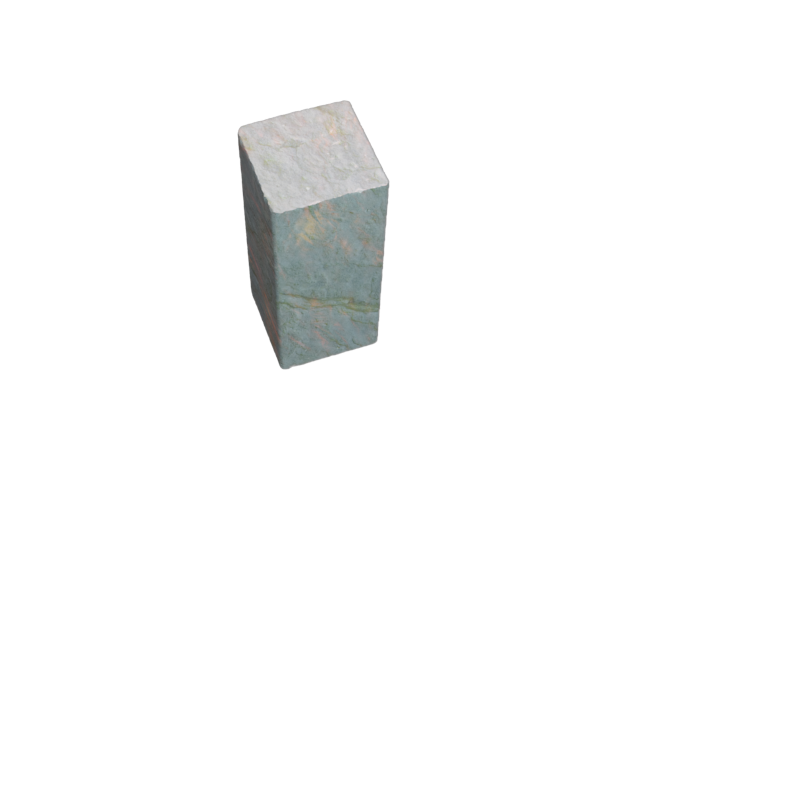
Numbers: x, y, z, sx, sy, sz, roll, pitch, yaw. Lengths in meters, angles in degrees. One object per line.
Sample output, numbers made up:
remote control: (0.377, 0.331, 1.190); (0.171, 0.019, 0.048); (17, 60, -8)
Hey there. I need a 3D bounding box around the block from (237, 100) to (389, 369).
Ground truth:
block: (-0.069, -0.125, 0.875); (0.089, 0.097, 0.193); (-16, -30, -13)
